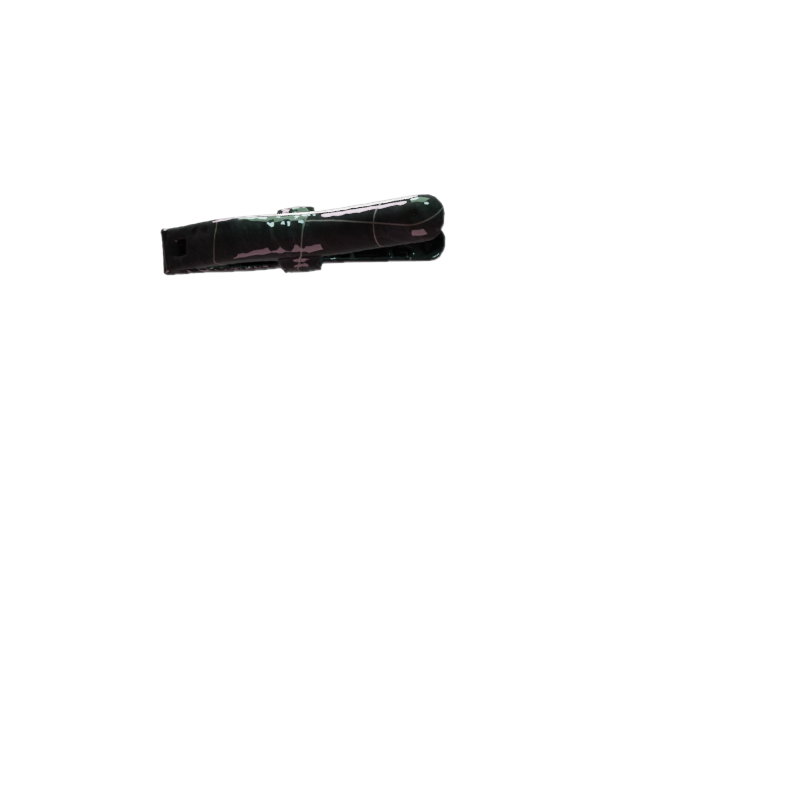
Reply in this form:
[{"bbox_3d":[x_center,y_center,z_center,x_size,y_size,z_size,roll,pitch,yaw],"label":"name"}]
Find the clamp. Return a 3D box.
[{"bbox_3d":[-0.051,-0.093,0.651,0.174,0.040,0.115,-1,-6,14],"label":"clamp"}]
